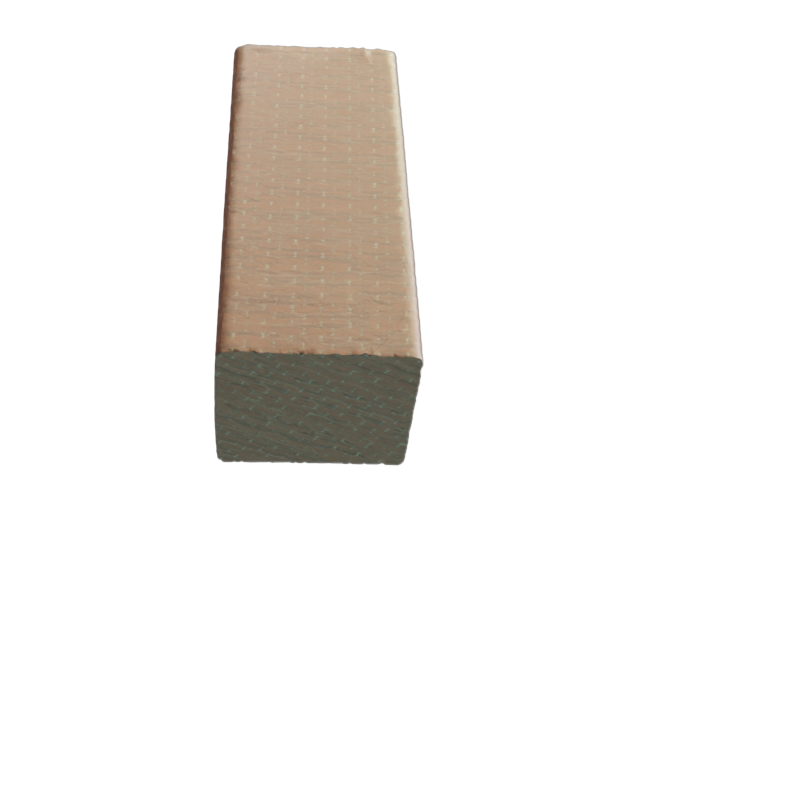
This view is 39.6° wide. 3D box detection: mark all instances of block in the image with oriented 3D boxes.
[{"bbox_3d":[-0.044,-0.081,0.563,0.090,0.221,0.084,1,-39,-5],"label":"block"}]
